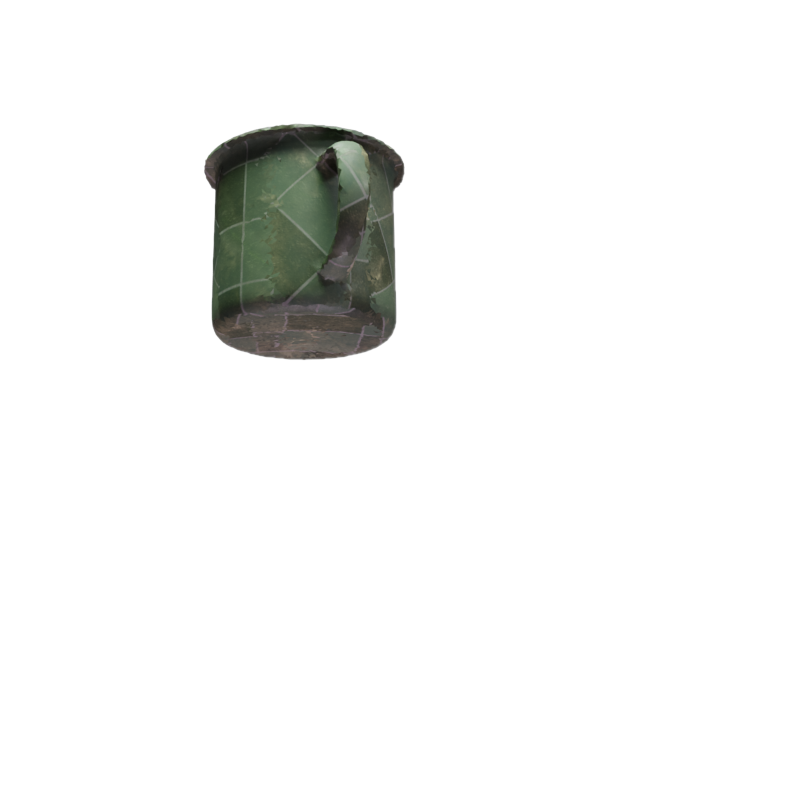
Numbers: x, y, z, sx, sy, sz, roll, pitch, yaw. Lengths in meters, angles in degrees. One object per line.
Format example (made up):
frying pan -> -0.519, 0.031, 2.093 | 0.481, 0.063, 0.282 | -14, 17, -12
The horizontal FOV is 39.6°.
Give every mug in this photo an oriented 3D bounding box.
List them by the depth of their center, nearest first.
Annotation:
mug -> -0.038, -0.070, 0.490 | 0.090, 0.085, 0.116 | 7, -19, -22
